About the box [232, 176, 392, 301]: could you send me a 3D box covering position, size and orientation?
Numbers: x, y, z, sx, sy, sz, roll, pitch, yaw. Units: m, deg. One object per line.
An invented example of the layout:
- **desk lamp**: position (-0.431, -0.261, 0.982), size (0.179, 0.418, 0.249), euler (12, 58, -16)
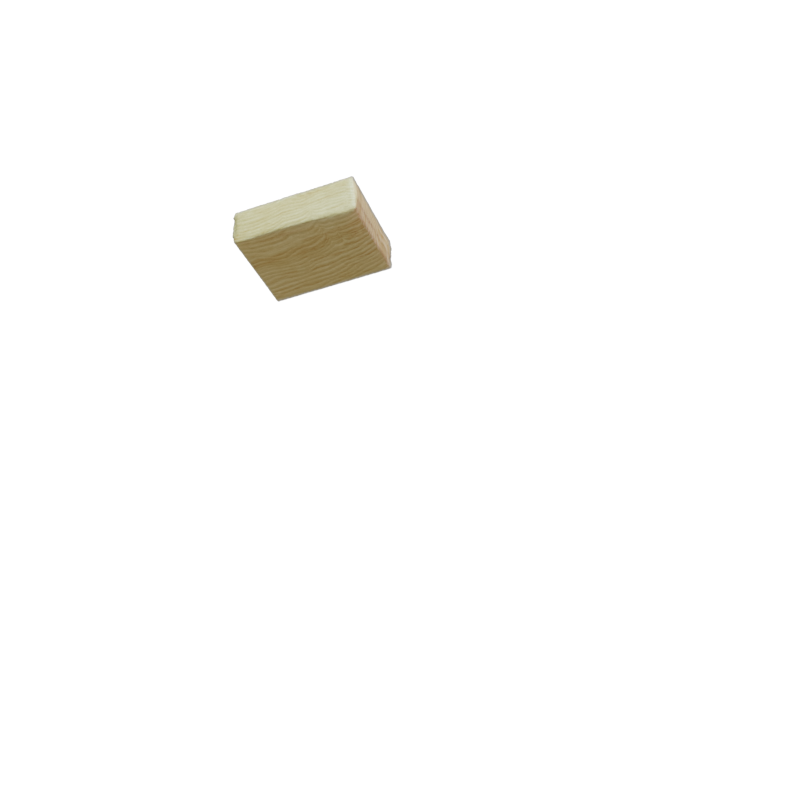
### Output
- **box**: position (-0.075, -0.136, 0.951), size (0.115, 0.042, 0.083), euler (-13, -37, 17)
